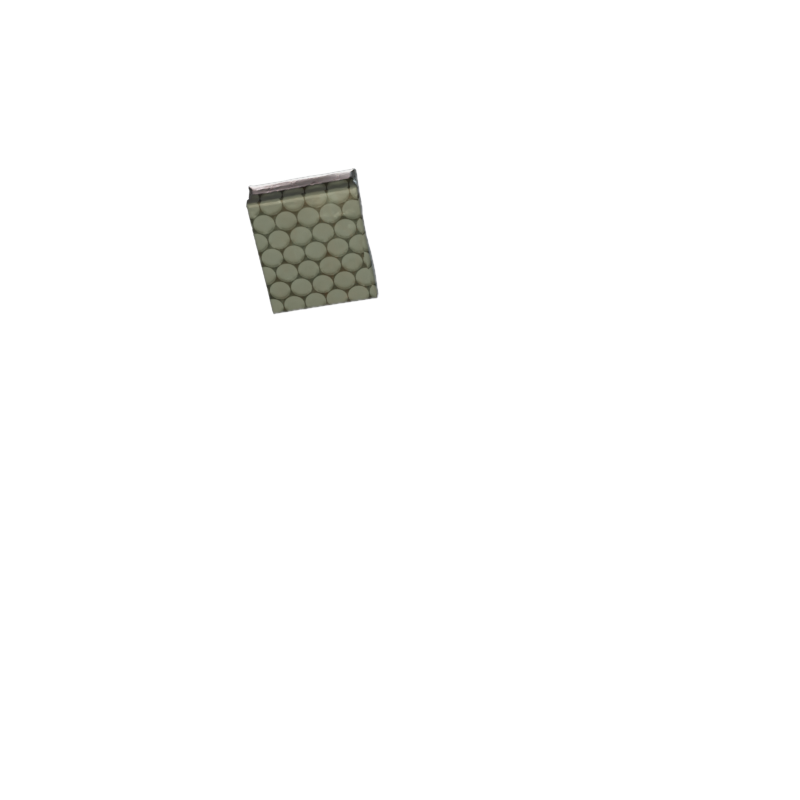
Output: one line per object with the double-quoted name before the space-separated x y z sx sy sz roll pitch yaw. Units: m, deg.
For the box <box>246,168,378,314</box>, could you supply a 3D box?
"box" -0.058 -0.105 0.737 0.073 0.083 0.032 -9 31 5
